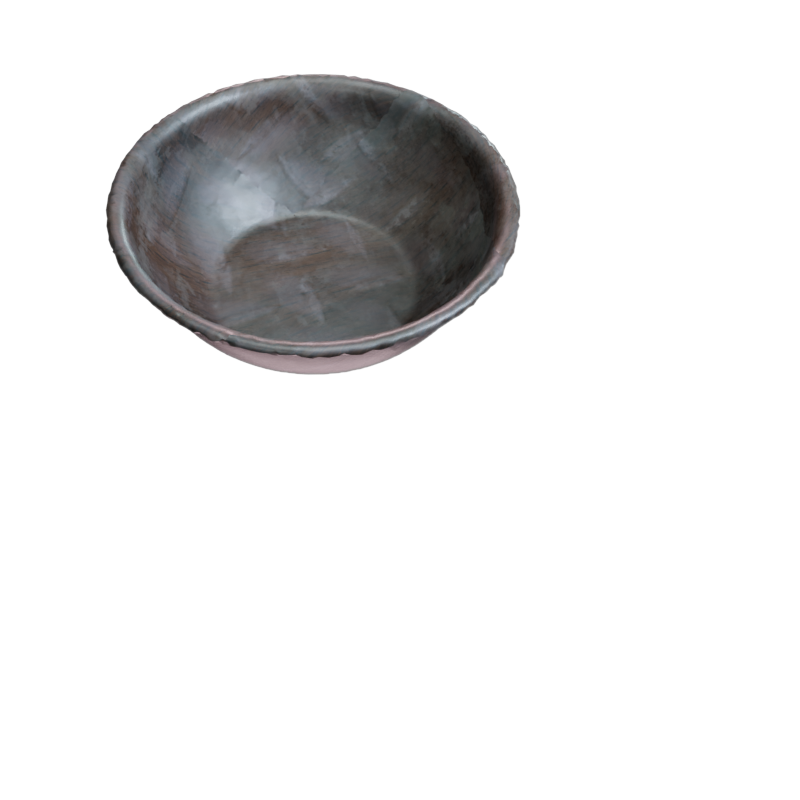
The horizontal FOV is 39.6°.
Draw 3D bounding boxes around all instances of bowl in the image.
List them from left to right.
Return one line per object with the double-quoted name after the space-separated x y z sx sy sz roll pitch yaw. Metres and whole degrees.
-0.035 -0.065 0.453 0.162 0.174 0.051 -1 -41 -1 "bowl"
